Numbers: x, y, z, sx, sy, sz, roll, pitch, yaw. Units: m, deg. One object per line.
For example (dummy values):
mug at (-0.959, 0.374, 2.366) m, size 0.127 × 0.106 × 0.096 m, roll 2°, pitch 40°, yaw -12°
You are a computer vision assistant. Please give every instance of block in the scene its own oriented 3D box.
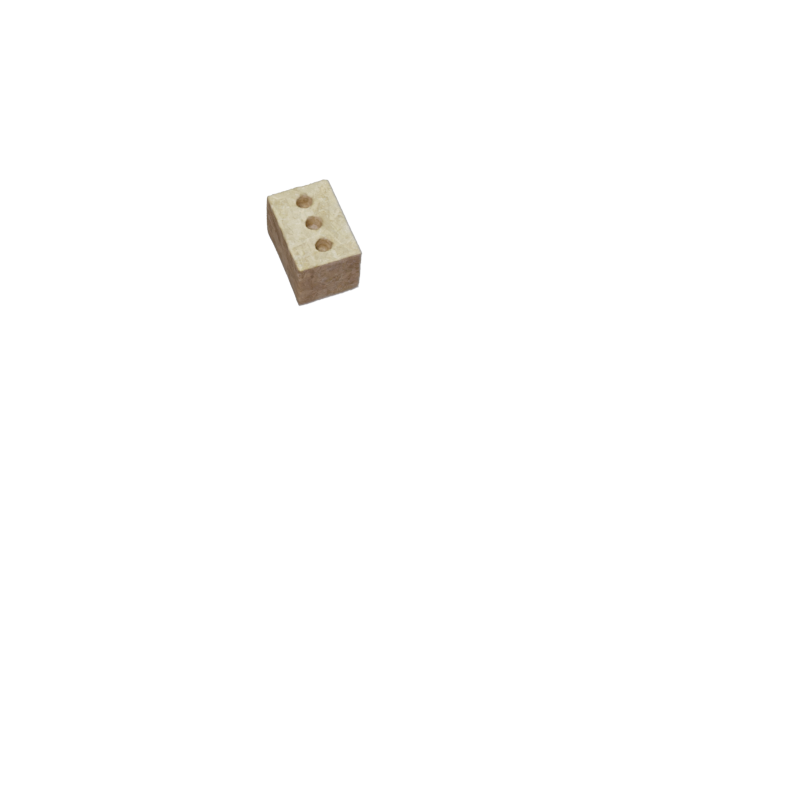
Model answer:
block at (-0.068, -0.123, 0.864) m, size 0.052 × 0.084 × 0.048 m, roll -18°, pitch -30°, yaw -13°
